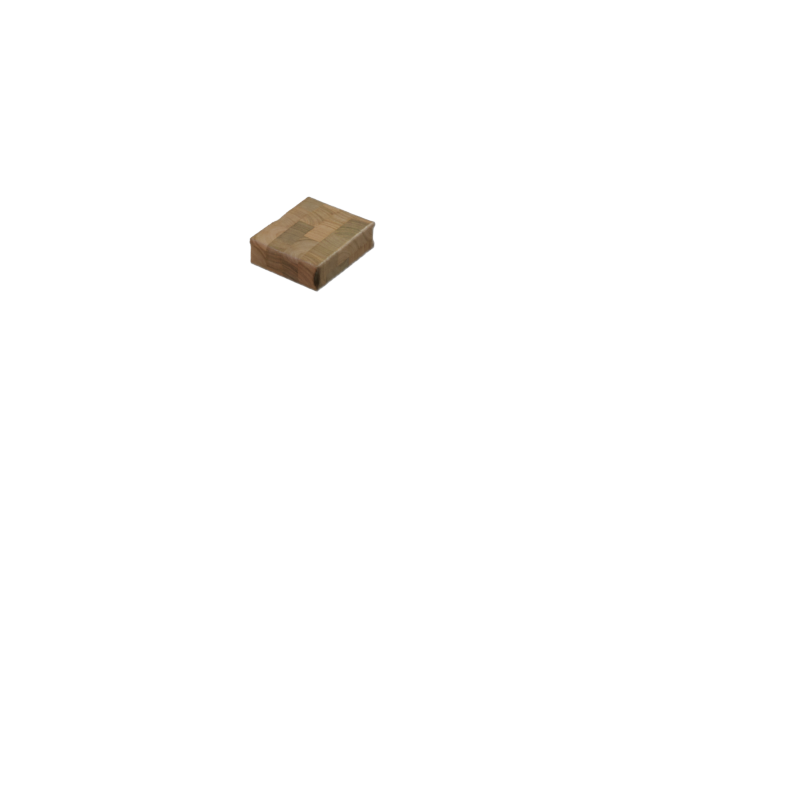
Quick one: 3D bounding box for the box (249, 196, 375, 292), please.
[{"bbox_3d":[-0.075,-0.137,0.961,0.077,0.028,0.091,24,44,26],"label":"box"}]
